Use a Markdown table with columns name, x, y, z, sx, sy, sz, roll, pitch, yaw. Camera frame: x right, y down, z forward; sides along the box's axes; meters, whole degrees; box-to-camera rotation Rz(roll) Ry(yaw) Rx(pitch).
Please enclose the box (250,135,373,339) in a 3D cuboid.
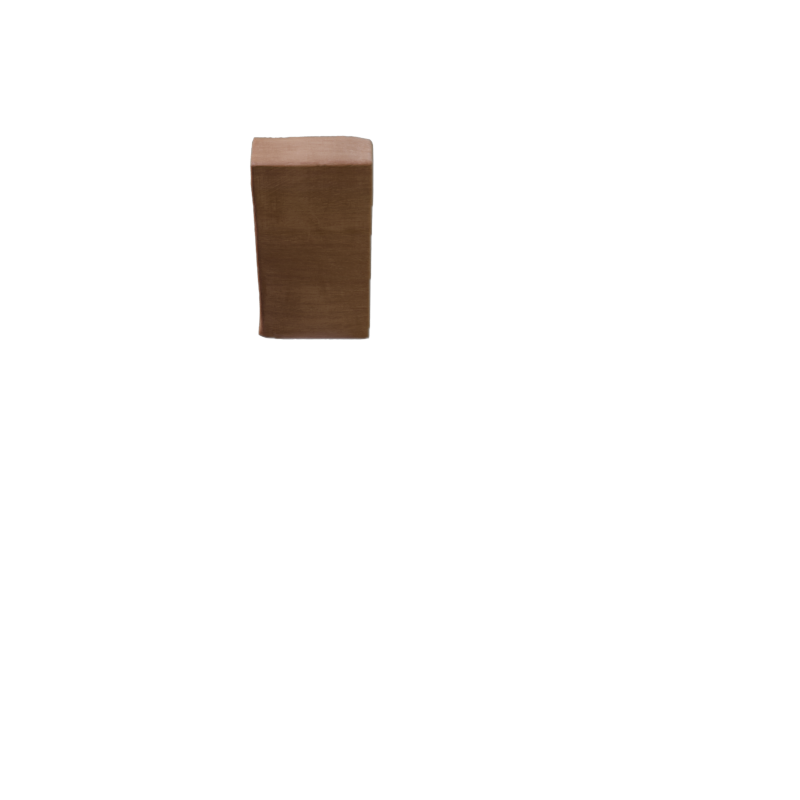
| name | x | y | z | sx | sy | sz | roll | pitch | yaw |
| --- | --- | --- | --- | --- | --- | --- | --- | --- | --- |
| box | -0.068 | -0.125 | 0.876 | 0.093 | 0.165 | 0.051 | 1 | 39 | -2 |
